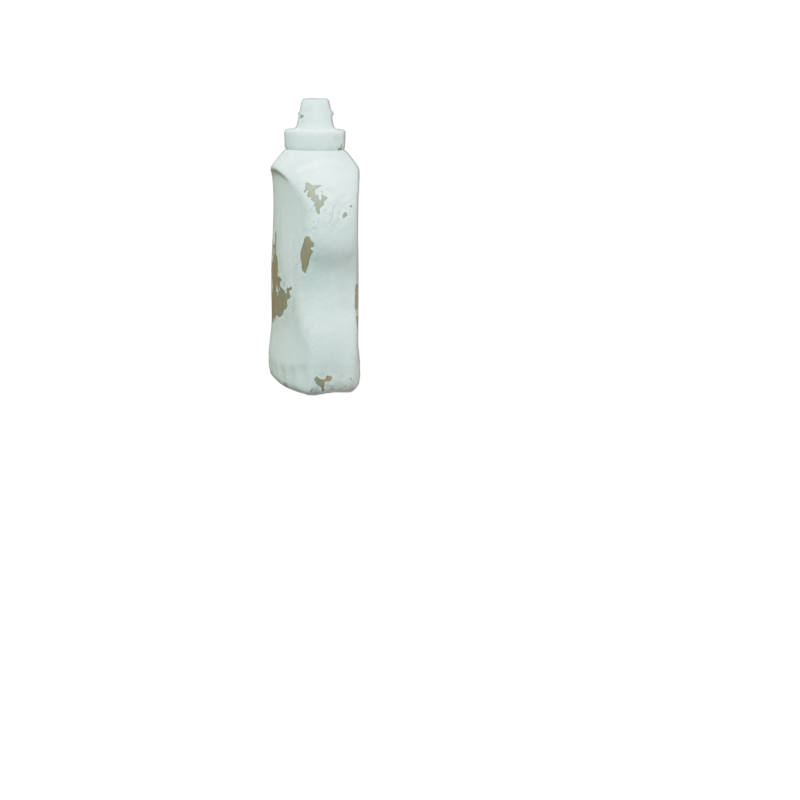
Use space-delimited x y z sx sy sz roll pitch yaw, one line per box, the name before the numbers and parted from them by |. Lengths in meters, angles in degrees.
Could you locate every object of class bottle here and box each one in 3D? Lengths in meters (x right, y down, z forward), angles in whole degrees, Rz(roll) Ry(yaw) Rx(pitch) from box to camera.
bottle | -0.058 -0.107 0.748 0.057 0.187 0.100 -2 11 -18
